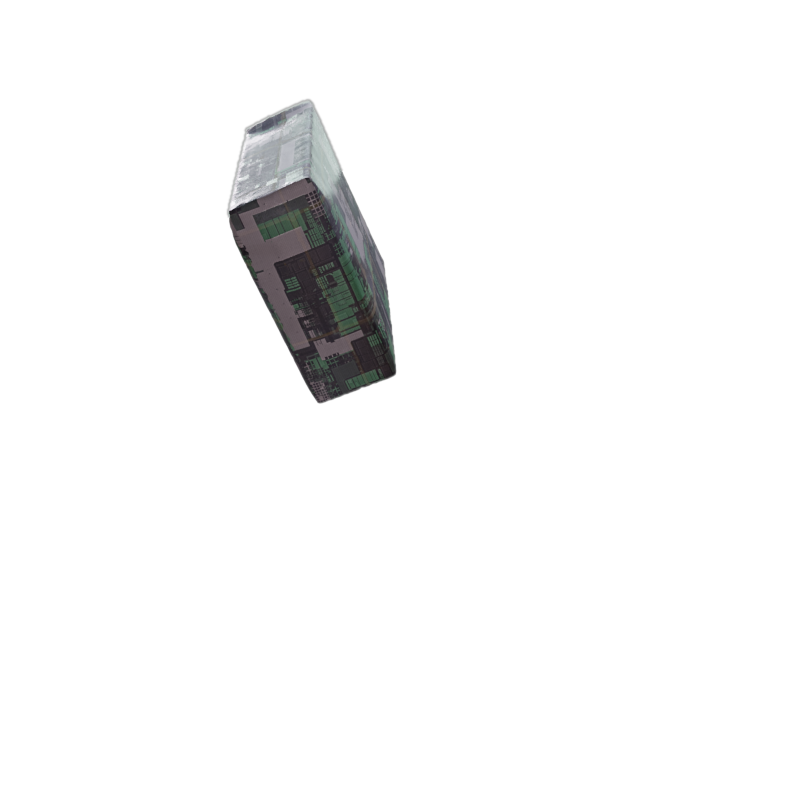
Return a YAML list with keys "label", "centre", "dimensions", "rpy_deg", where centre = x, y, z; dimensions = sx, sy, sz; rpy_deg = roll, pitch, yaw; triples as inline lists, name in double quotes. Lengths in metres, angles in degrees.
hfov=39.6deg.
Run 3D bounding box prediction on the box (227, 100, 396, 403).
- label: "box"
  centre: [-0.068, -0.123, 0.865]
  dimensions: [0.072, 0.155, 0.226]
  rpy_deg: [-22, 25, 7]
